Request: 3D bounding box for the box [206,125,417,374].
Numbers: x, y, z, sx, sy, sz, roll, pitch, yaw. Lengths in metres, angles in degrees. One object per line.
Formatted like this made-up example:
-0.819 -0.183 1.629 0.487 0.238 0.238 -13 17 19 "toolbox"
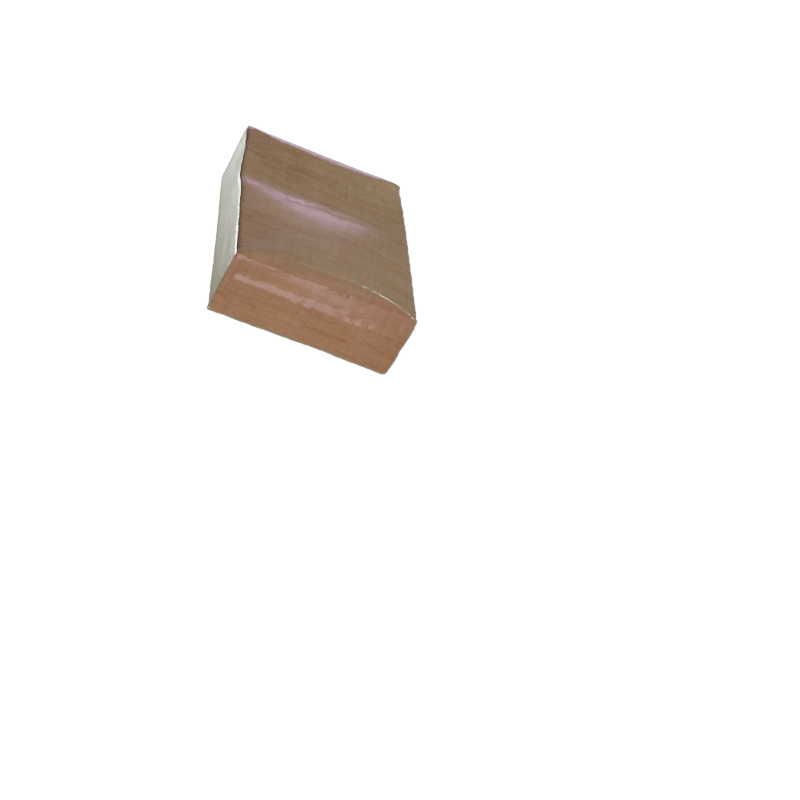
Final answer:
-0.076 -0.139 0.971 0.159 0.069 0.229 19 36 -17 "box"
